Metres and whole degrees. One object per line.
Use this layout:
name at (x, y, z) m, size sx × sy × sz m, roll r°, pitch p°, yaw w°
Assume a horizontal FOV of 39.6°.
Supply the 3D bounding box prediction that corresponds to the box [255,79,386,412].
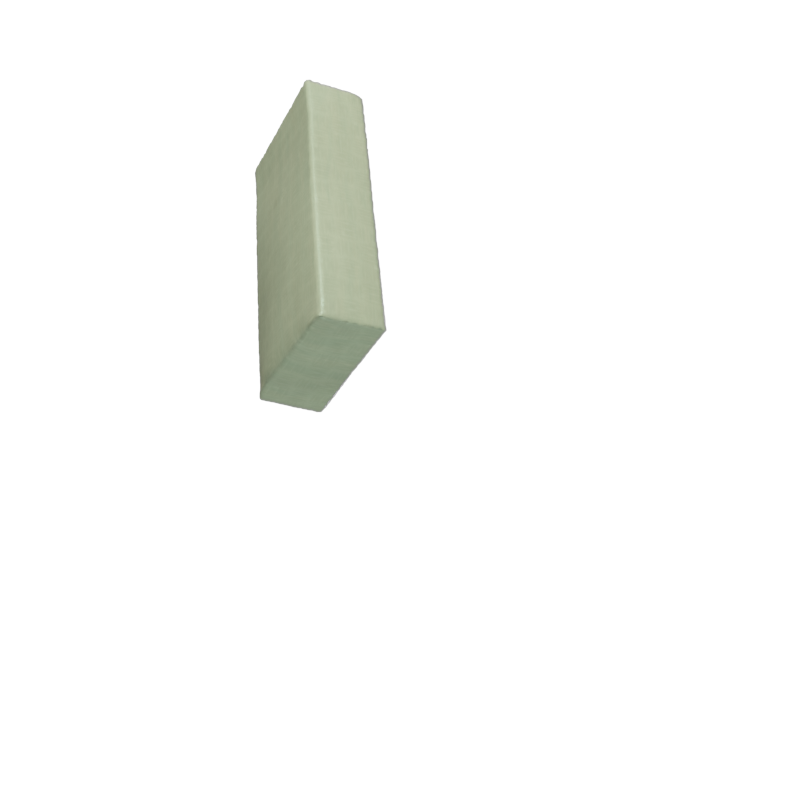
box at (-0.051, -0.093, 0.652) m, size 0.046 × 0.189 × 0.090 m, roll 14°, pitch -39°, yaw -22°
